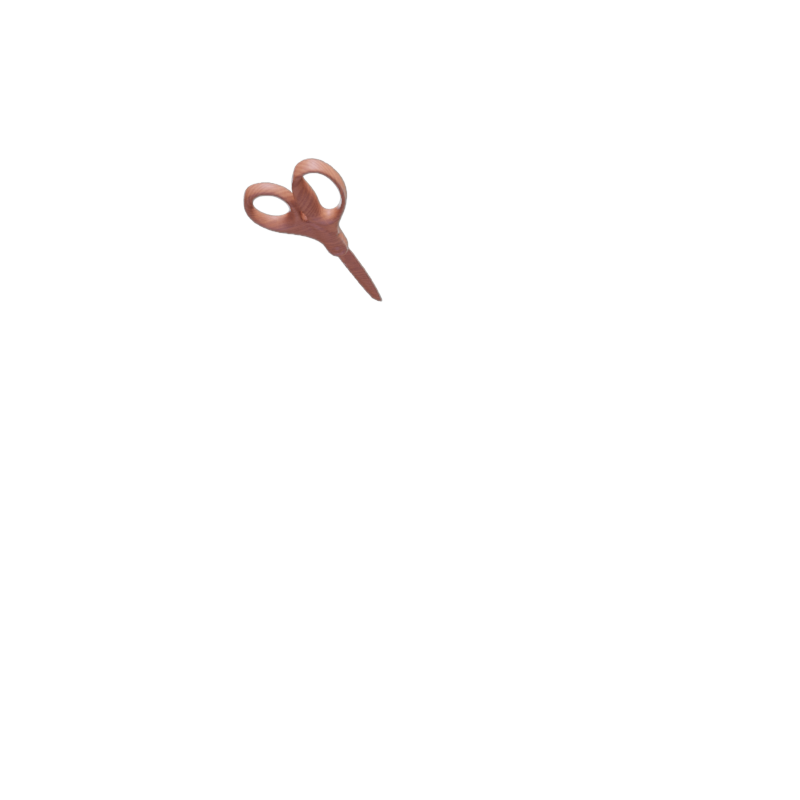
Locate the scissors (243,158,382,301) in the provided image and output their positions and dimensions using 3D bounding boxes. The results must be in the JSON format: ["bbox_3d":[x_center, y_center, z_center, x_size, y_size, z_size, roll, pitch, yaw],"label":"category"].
[{"bbox_3d":[-0.076,-0.138,0.969,0.097,0.017,0.187,-4,-33,6],"label":"scissors"}]
